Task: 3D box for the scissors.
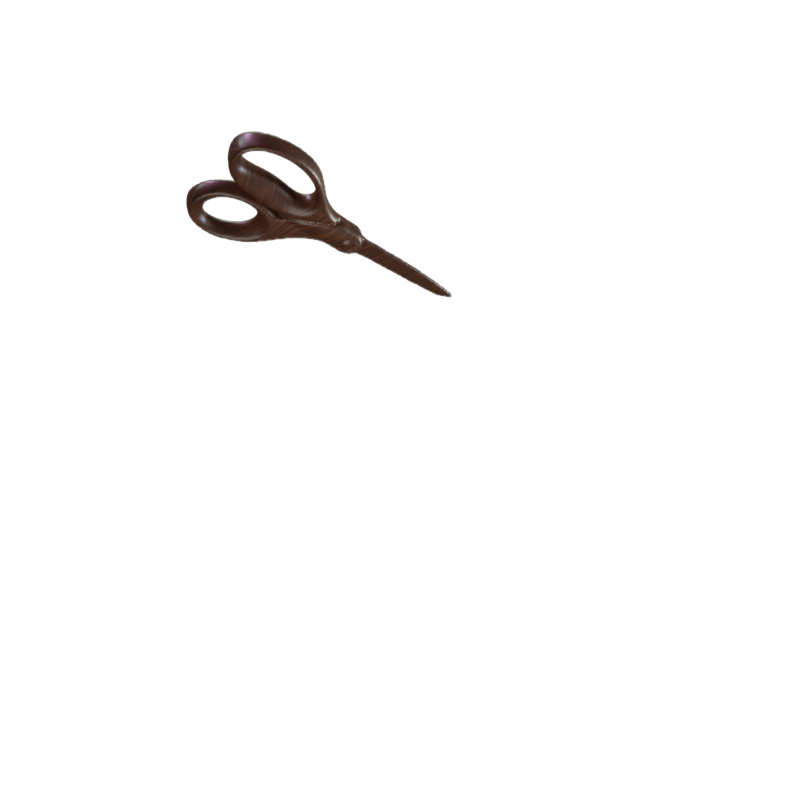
[{"bbox_3d":[-0.055,-0.100,0.704,0.097,0.017,0.187,-18,-37,26],"label":"scissors"}]
